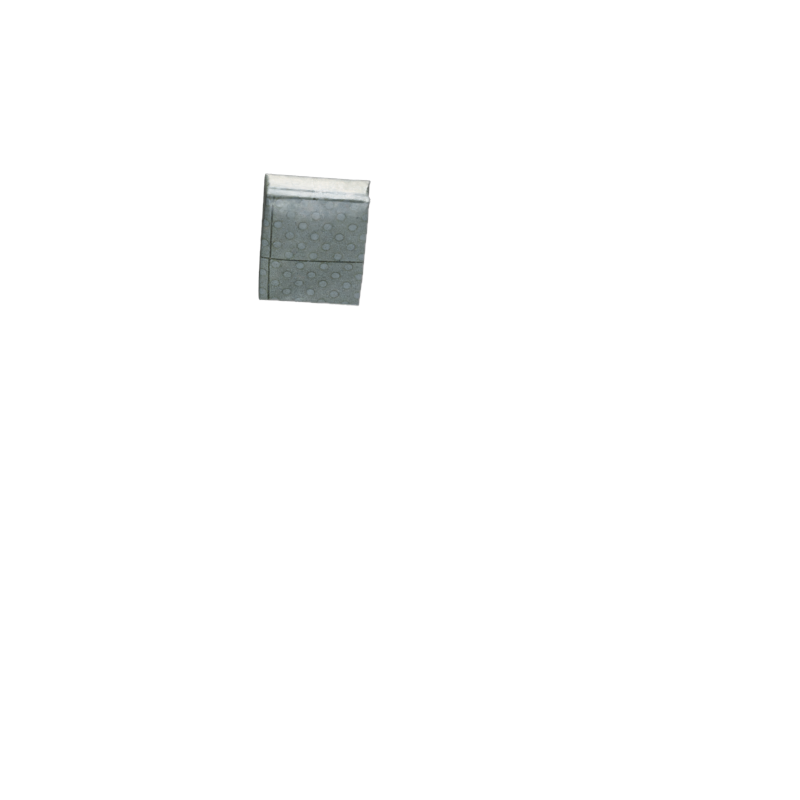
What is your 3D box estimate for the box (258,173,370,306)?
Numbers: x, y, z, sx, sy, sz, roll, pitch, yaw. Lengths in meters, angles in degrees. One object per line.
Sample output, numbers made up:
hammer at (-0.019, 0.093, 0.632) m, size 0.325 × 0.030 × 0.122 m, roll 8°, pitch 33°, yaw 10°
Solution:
box at (-0.074, -0.135, 0.943) m, size 0.089 × 0.106 × 0.042 m, roll 4°, pitch 40°, yaw -4°
